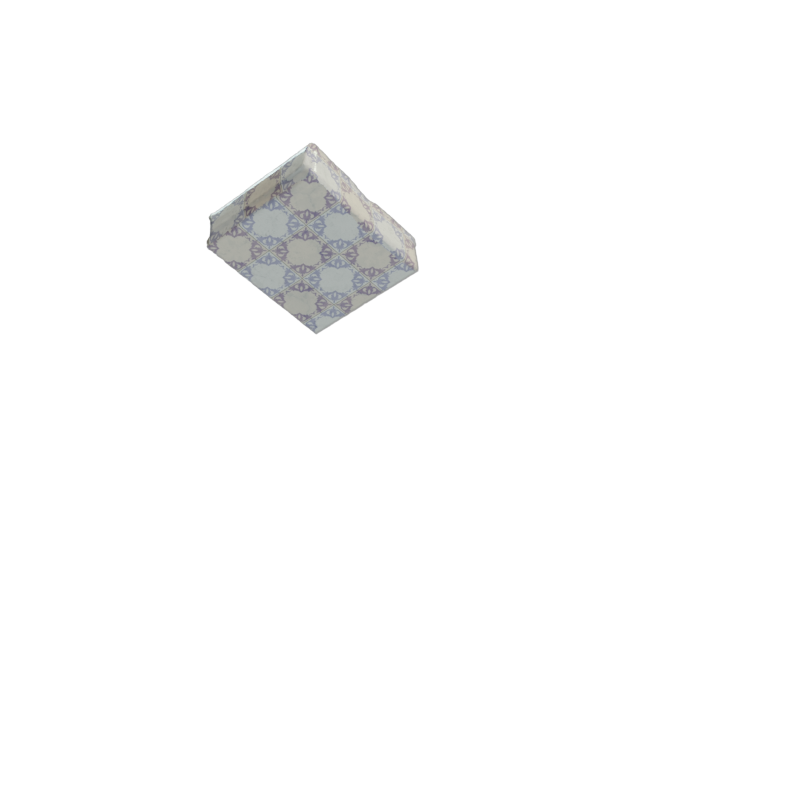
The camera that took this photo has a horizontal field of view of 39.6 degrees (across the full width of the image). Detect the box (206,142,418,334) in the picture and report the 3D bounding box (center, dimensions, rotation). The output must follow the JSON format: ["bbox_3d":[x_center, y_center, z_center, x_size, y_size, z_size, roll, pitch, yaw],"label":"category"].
[{"bbox_3d":[-0.046,-0.084,0.584,0.073,0.032,0.083,-32,-54,26],"label":"box"}]
